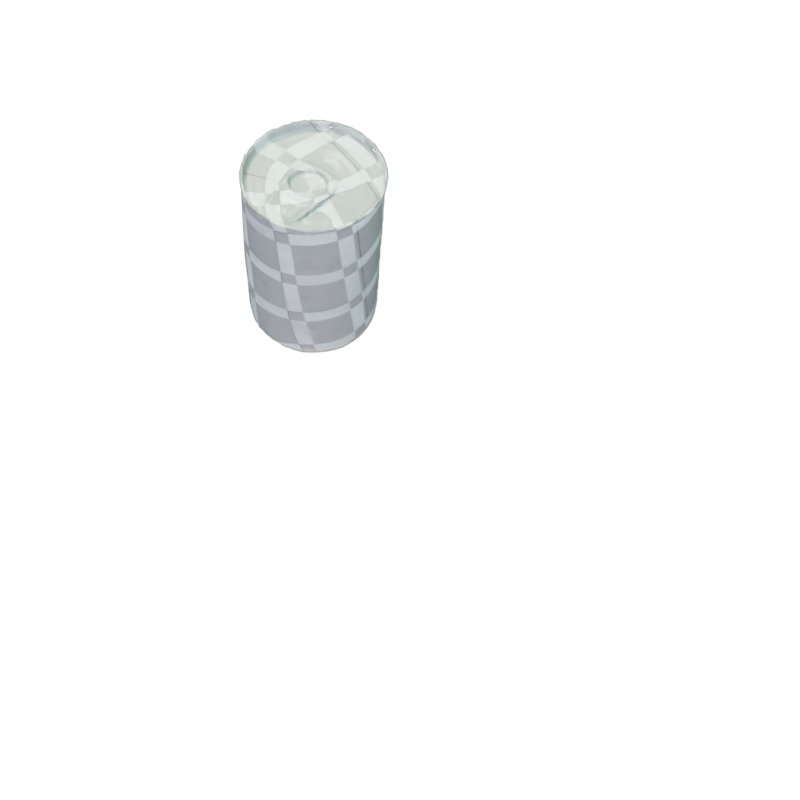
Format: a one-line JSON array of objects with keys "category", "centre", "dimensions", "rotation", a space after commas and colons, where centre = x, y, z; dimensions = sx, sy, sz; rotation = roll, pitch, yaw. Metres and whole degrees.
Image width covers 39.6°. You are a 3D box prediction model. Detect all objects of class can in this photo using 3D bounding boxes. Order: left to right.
[{"category": "can", "centre": [-0.043, -0.078, 0.543], "dimensions": [0.068, 0.073, 0.096], "rotation": [0, -34, -3]}]
